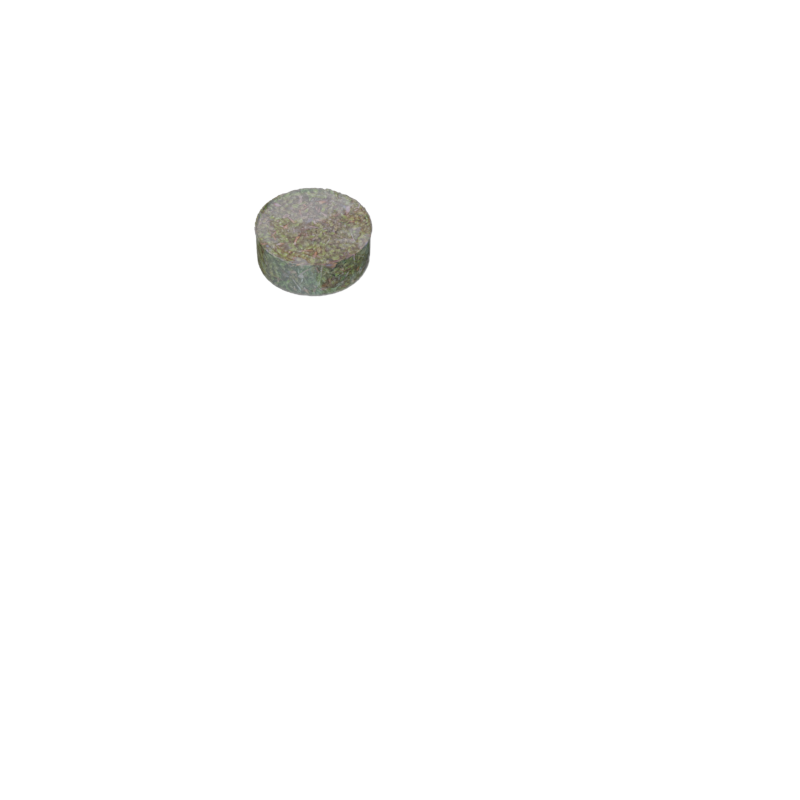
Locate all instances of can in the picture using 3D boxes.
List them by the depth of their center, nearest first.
[{"bbox_3d":[-0.064,-0.116,0.816,0.086,0.092,0.031,-1,-44,-1],"label":"can"}]
